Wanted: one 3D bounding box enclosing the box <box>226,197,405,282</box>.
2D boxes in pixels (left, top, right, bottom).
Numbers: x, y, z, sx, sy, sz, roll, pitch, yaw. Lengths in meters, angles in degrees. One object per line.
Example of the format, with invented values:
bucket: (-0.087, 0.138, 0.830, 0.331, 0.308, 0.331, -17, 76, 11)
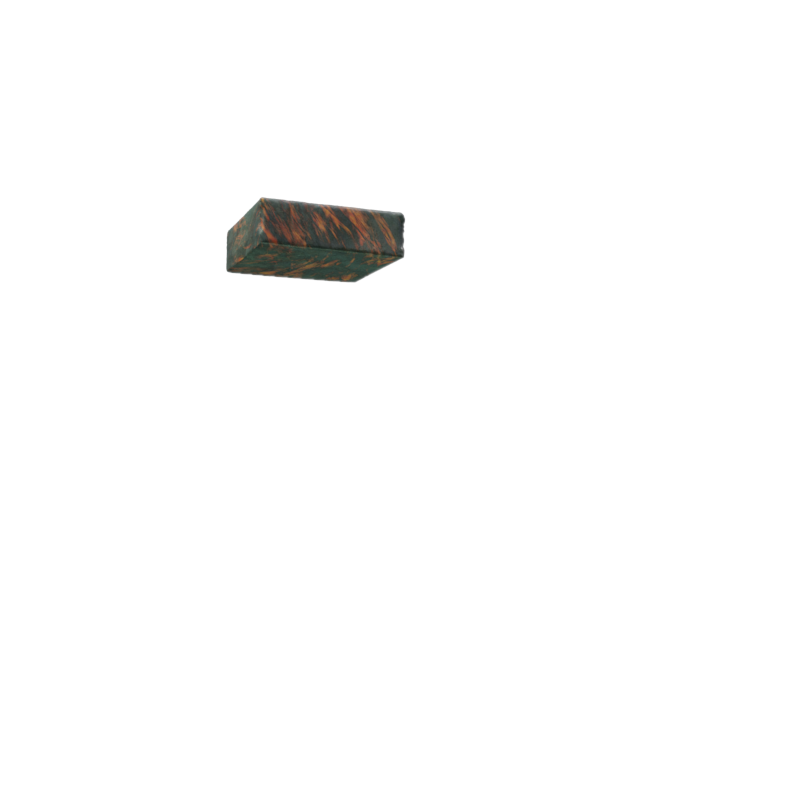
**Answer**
box: (-0.051, -0.094, 0.656, 0.087, 0.031, 0.073, 3, -9, -21)
